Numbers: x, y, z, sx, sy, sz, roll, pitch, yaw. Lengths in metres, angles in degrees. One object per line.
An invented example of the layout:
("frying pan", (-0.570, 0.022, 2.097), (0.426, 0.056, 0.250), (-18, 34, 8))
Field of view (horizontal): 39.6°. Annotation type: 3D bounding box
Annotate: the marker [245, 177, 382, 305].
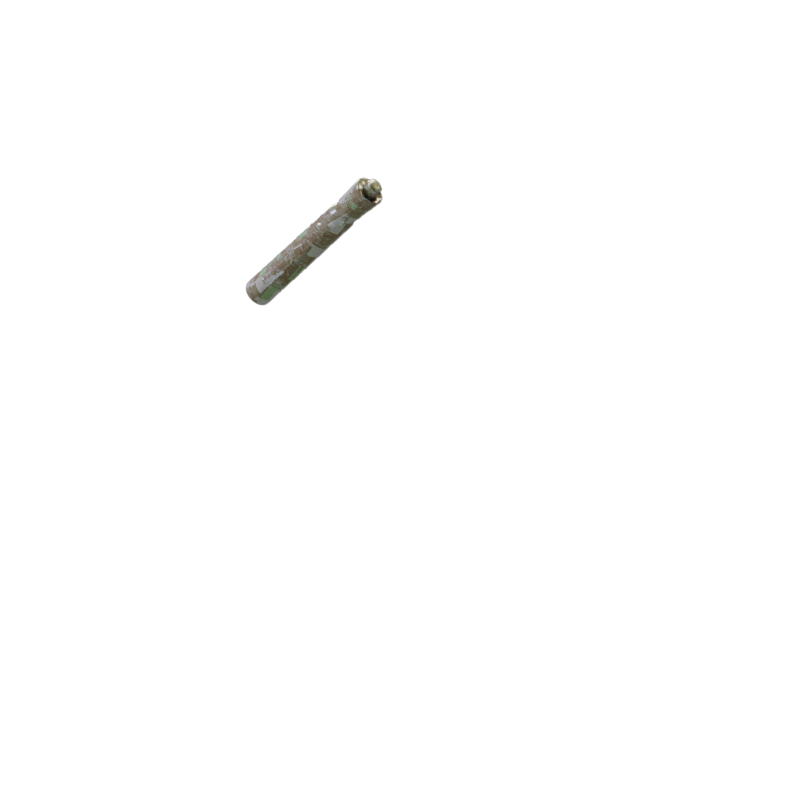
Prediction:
("marker", (-0.052, -0.095, 0.668), (0.019, 0.021, 0.119), (-3, -25, -48))
